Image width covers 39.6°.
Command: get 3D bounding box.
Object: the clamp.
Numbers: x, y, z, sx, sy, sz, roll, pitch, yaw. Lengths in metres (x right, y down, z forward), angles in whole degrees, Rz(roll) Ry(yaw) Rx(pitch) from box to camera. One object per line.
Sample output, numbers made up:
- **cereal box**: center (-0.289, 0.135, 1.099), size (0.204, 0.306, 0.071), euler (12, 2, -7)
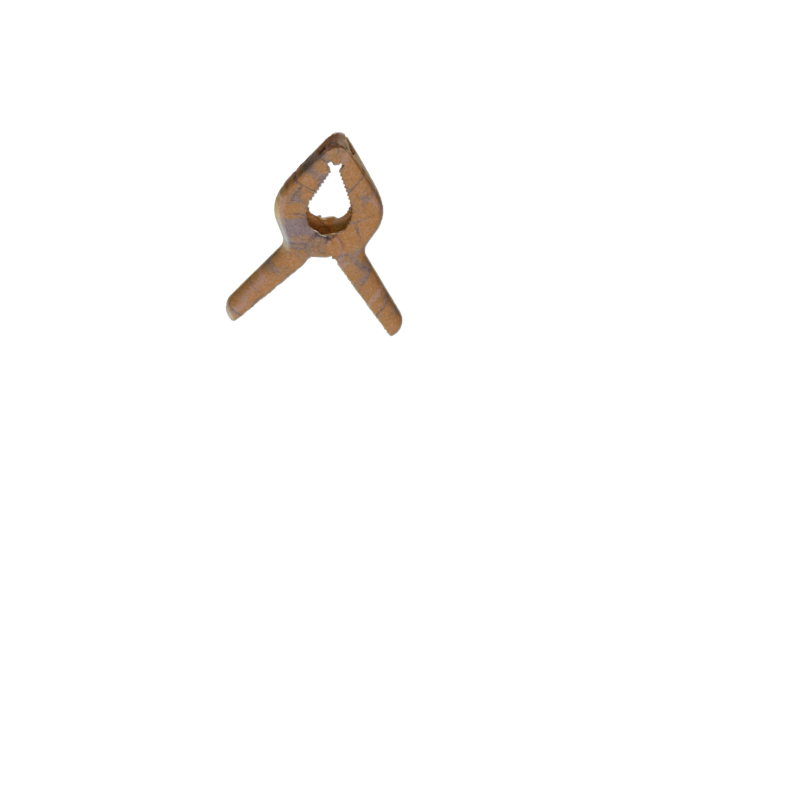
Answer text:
- **clamp**: center (-0.077, -0.141, 0.987), size (0.164, 0.196, 0.039), euler (1, 39, -1)
